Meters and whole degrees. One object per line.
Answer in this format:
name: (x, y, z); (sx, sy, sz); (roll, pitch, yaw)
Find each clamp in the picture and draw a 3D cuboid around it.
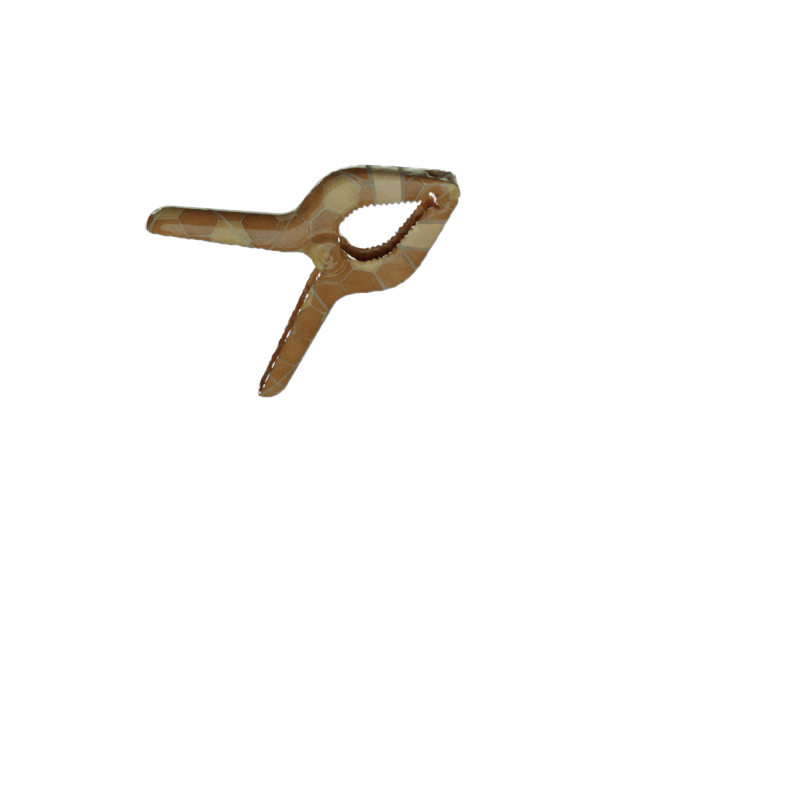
clamp: (-0.060, -0.109, 0.767); (0.209, 0.156, 0.038); (-32, 22, 15)
